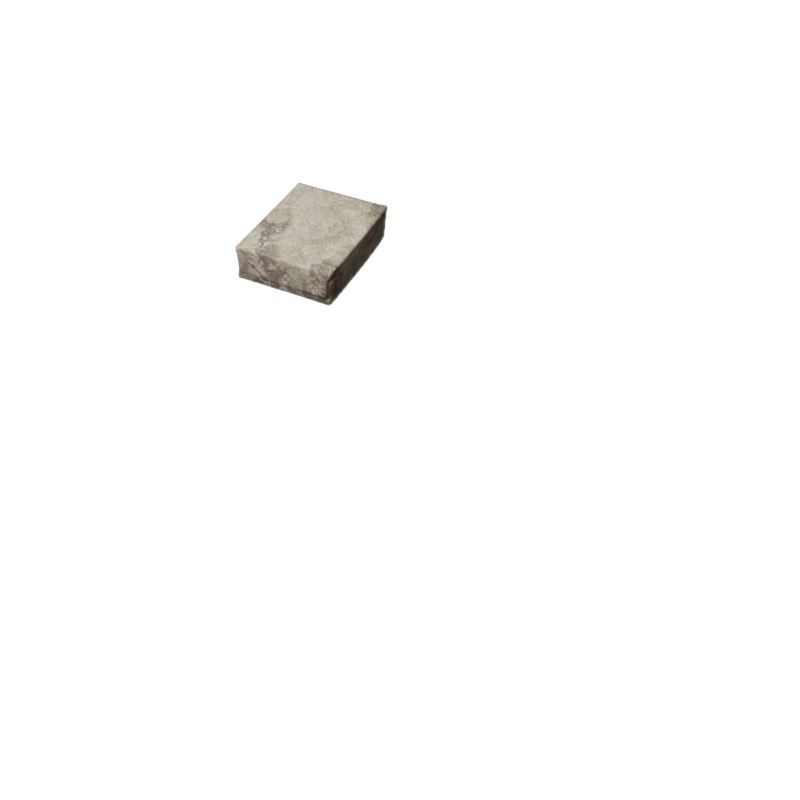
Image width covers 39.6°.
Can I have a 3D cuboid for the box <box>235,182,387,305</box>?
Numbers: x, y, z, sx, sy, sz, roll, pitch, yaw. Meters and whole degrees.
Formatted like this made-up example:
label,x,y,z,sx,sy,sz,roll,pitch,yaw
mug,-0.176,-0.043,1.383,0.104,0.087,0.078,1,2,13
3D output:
label,x,y,z,sx,sy,sz,roll,pitch,yaw
box,-0.074,-0.136,0.949,0.093,0.036,0.117,17,42,19
